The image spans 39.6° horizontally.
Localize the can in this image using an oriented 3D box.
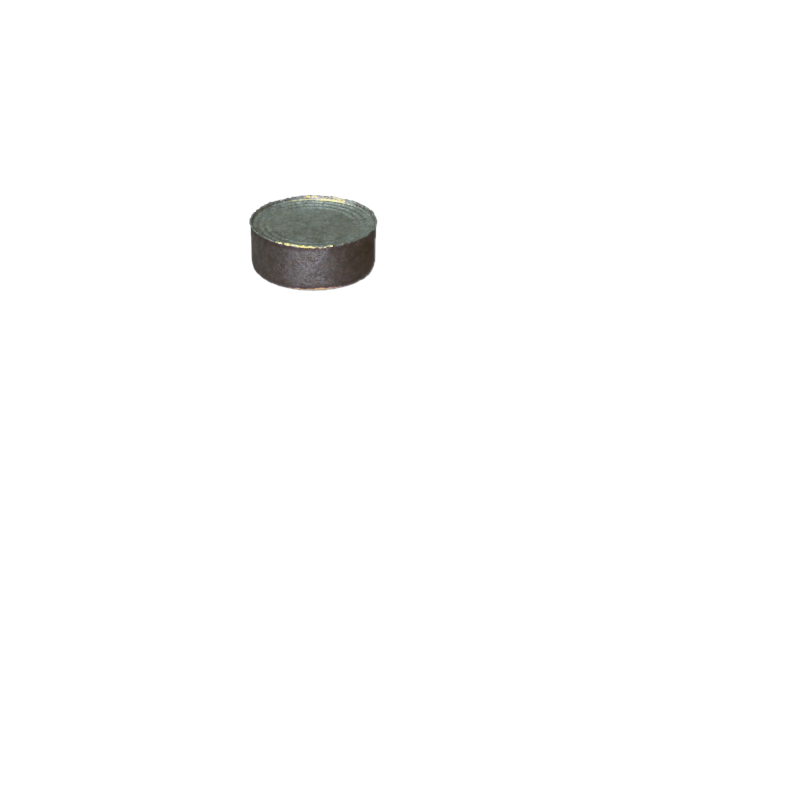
[{"bbox_3d":[-0.059,-0.107,0.749,0.086,0.032,0.091,-1,31,-2],"label":"can"}]
